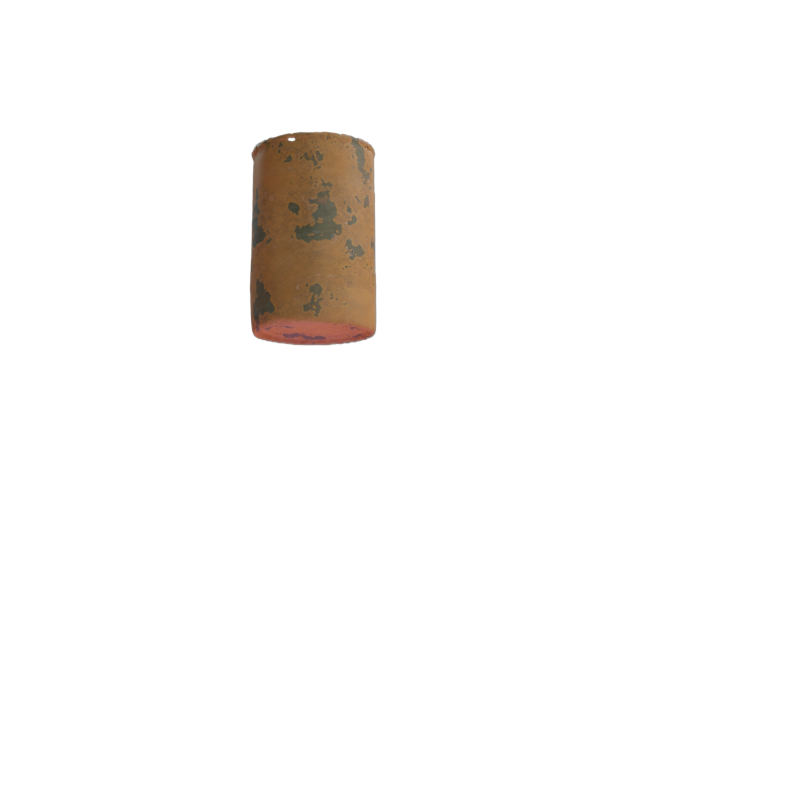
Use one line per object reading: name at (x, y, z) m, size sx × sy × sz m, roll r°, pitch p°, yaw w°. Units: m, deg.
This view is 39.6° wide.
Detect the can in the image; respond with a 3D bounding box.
can at (-0.047, -0.085, 0.597) m, size 0.068 × 0.106 × 0.066 m, roll 0°, pitch -13°, yaw -2°
